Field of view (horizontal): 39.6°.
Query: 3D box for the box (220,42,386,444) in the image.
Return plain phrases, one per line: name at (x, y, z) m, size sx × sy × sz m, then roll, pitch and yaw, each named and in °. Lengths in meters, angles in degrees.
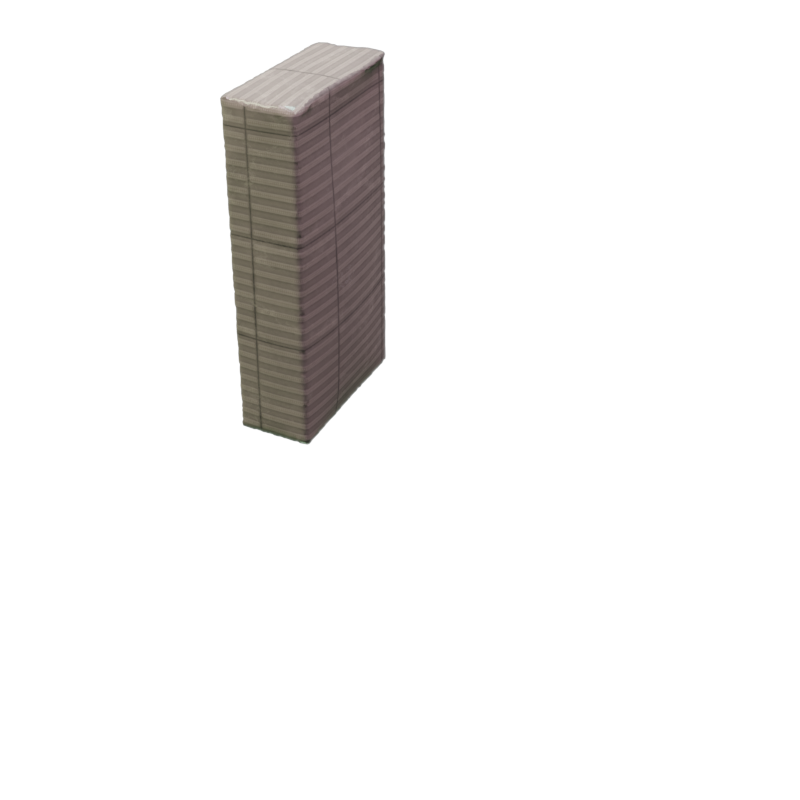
box at (-0.043, -0.078, 0.547) m, size 0.050 × 0.166 × 0.095 m, roll 15°, pitch 33°, yaw 20°
